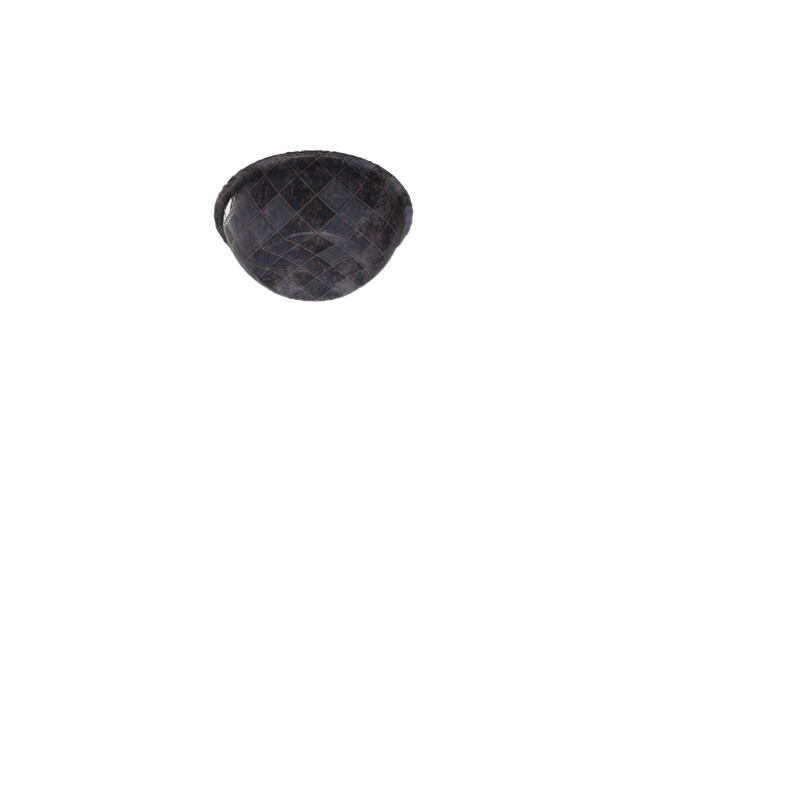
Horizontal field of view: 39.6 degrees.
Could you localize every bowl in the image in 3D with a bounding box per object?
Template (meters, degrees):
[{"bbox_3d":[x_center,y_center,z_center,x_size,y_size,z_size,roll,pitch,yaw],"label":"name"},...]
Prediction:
[{"bbox_3d":[-0.069,-0.126,0.883,0.162,0.059,0.152,1,-33,-2],"label":"bowl"}]
